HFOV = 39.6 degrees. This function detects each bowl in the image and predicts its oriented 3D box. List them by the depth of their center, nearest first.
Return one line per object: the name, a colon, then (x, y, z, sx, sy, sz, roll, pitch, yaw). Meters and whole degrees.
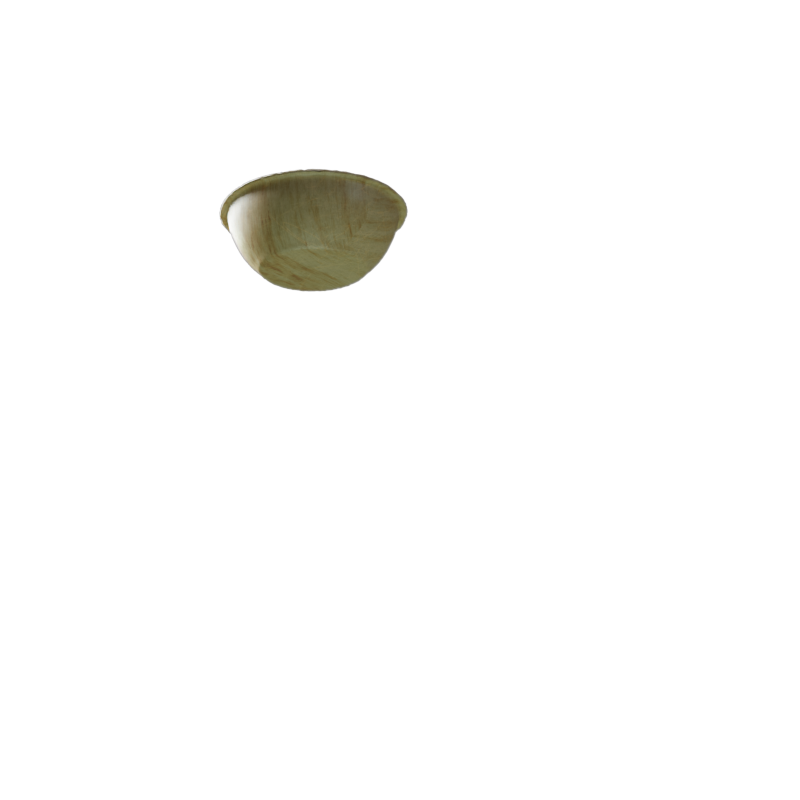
bowl: (-0.074, -0.135, 0.943, 0.162, 0.058, 0.154, 0, -19, -2)
